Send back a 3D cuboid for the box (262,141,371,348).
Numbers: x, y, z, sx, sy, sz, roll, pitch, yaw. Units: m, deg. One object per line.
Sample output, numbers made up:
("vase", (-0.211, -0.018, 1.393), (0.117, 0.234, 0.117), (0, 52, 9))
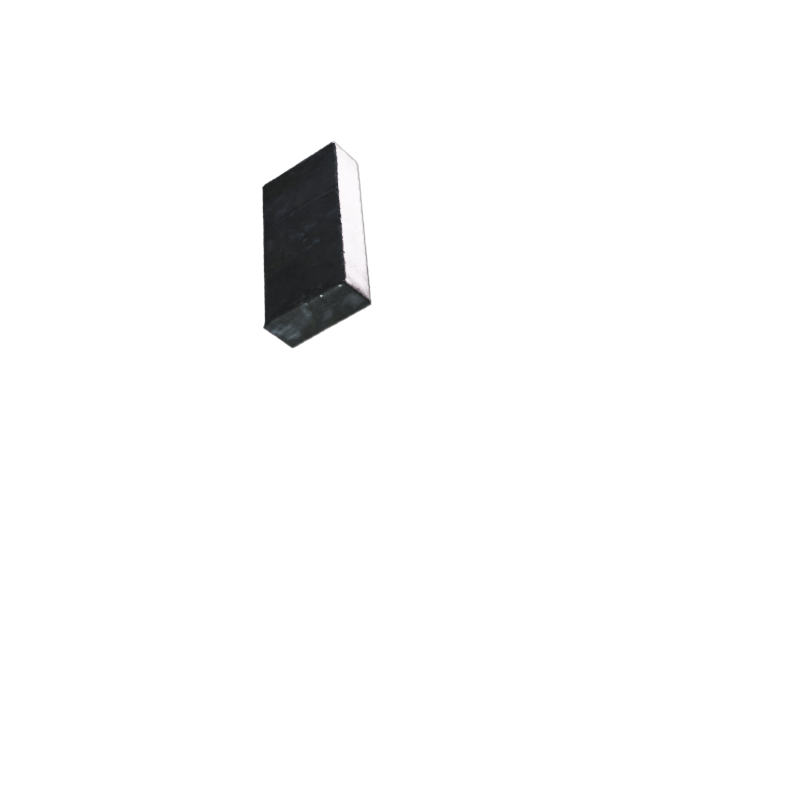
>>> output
("box", (-0.078, -0.142, 0.997), (0.093, 0.189, 0.045), (-28, -46, 26))
